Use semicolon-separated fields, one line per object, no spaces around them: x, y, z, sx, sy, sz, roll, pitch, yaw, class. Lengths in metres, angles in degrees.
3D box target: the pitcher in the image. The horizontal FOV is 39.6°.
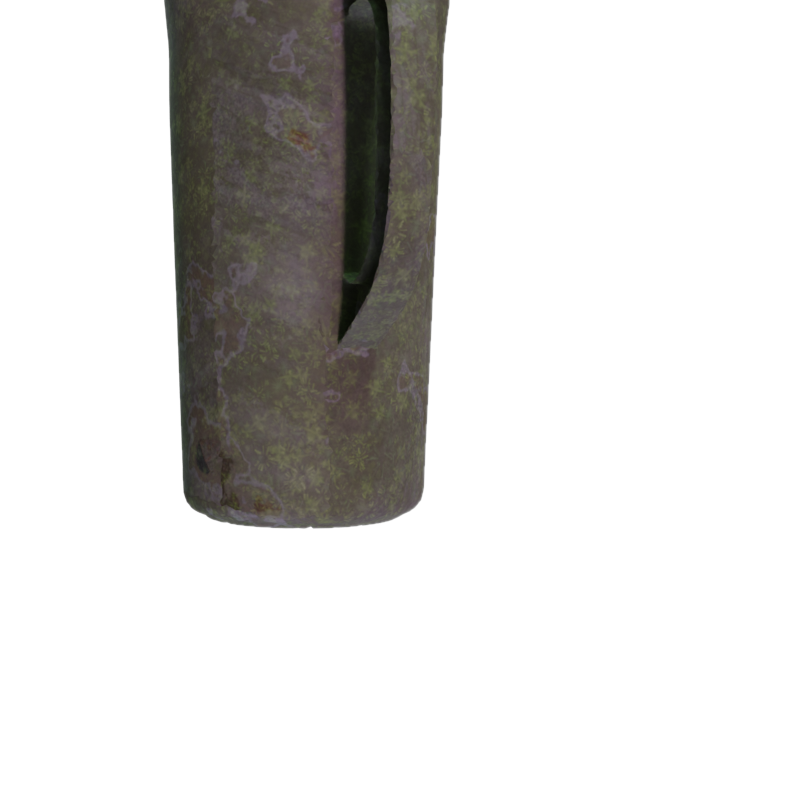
-0.039;-0.071;0.498;0.148;0.246;0.144;-1;-4;18;pitcher
